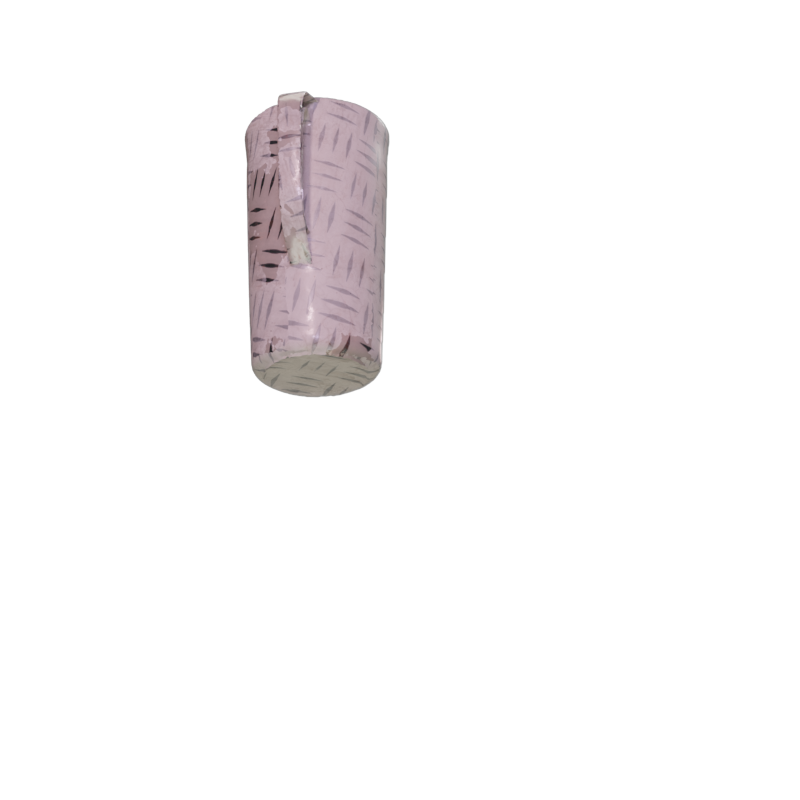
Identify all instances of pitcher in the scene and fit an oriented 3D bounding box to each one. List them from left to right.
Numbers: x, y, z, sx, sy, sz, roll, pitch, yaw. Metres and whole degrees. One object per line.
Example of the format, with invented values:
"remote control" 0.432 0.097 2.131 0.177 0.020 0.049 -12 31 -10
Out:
"pitcher" -0.075 -0.137 0.957 0.142 0.258 0.144 17 -33 -32
